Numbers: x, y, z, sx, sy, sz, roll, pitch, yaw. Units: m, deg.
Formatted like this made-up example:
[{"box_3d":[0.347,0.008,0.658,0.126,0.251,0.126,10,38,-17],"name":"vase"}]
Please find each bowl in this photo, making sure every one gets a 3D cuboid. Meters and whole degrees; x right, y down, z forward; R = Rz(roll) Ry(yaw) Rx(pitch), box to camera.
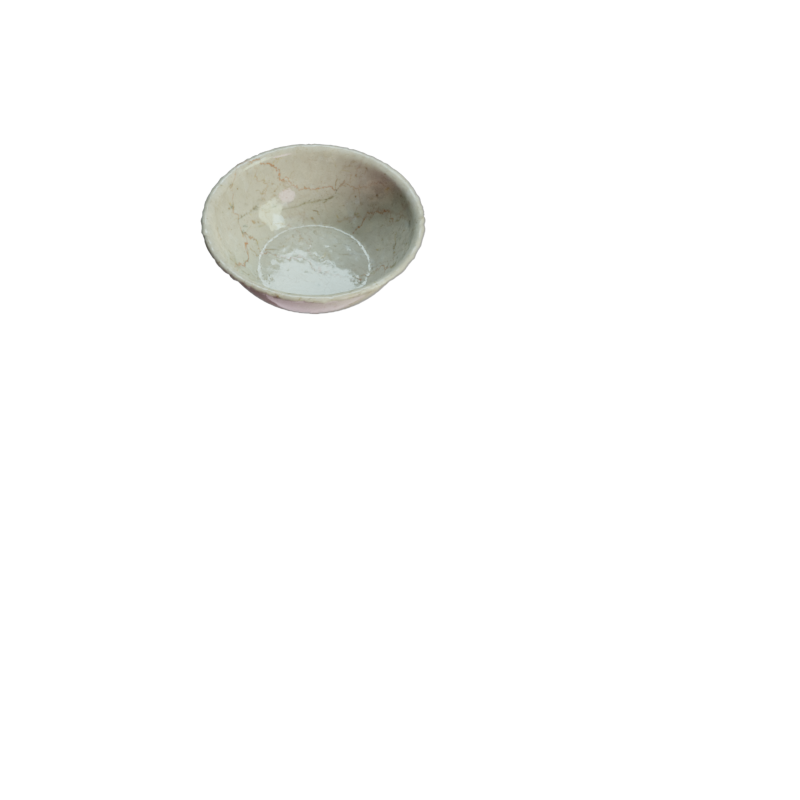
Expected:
[{"box_3d":[-0.064,-0.117,0.817,0.162,0.174,0.051,-1,-40,-1],"name":"bowl"}]
